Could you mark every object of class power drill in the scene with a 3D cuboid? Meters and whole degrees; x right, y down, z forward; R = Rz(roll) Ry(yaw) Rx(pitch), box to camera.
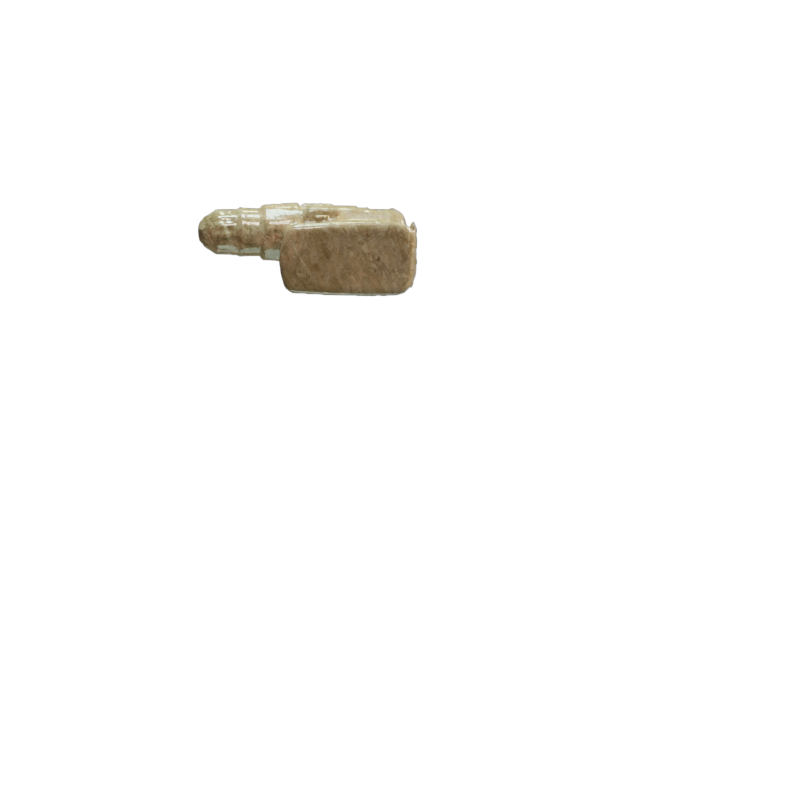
[{"bbox_3d":[-0.071,-0.130,0.912,0.182,0.056,0.196,-3,17,-10],"label":"power drill"}]
